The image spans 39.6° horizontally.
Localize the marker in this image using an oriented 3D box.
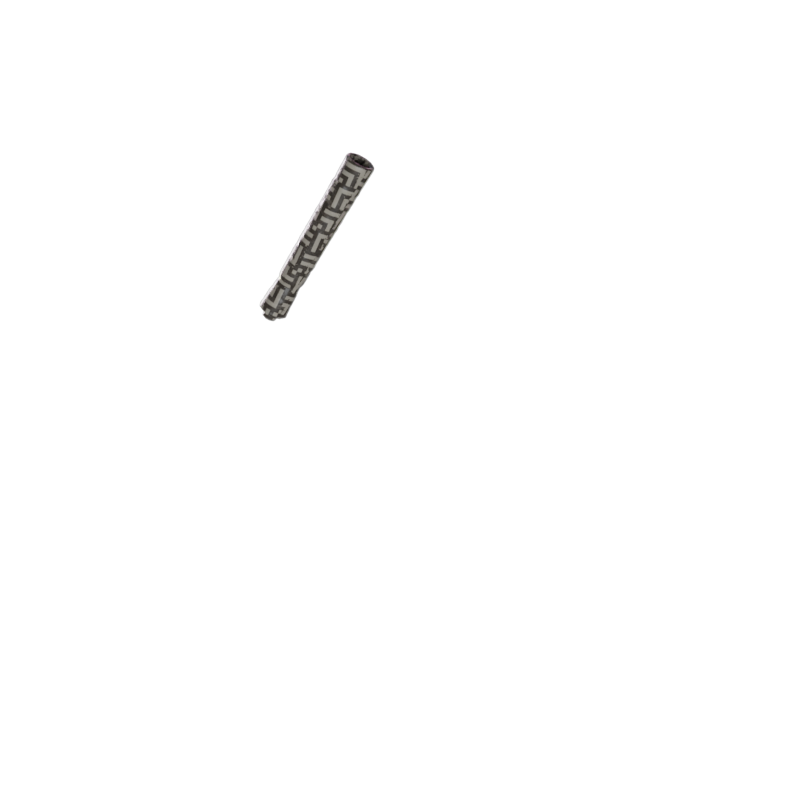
[{"bbox_3d":[-0.053,-0.097,0.677,0.019,0.117,0.021,26,26,-17],"label":"marker"}]
